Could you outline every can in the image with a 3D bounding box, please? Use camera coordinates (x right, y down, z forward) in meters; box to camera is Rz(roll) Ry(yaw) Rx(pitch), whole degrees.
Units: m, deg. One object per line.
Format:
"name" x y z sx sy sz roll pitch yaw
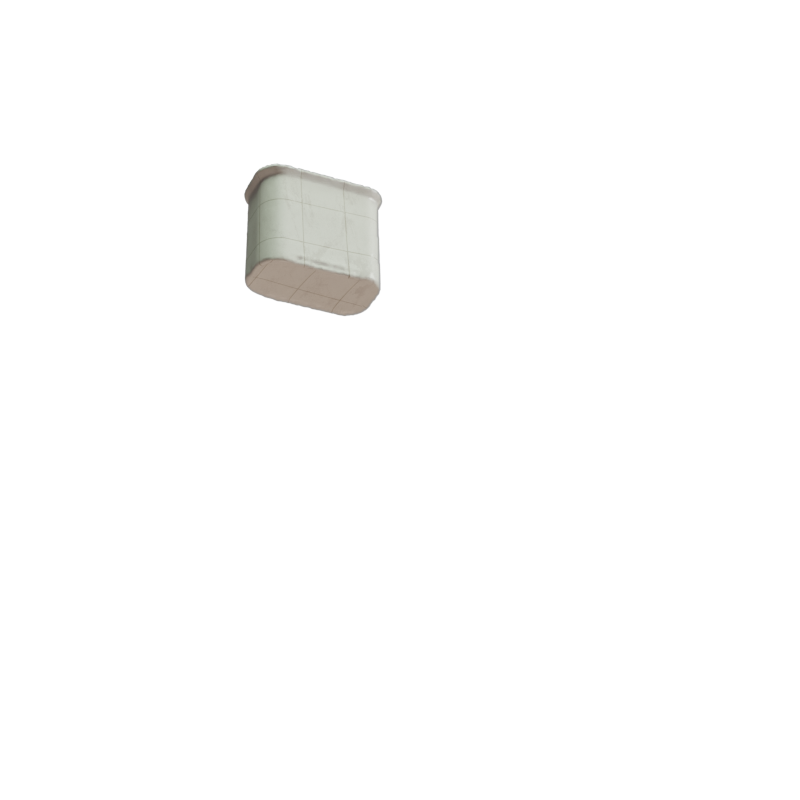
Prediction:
"can" -0.064 -0.116 0.816 0.098 0.089 0.056 12 -35 -21
